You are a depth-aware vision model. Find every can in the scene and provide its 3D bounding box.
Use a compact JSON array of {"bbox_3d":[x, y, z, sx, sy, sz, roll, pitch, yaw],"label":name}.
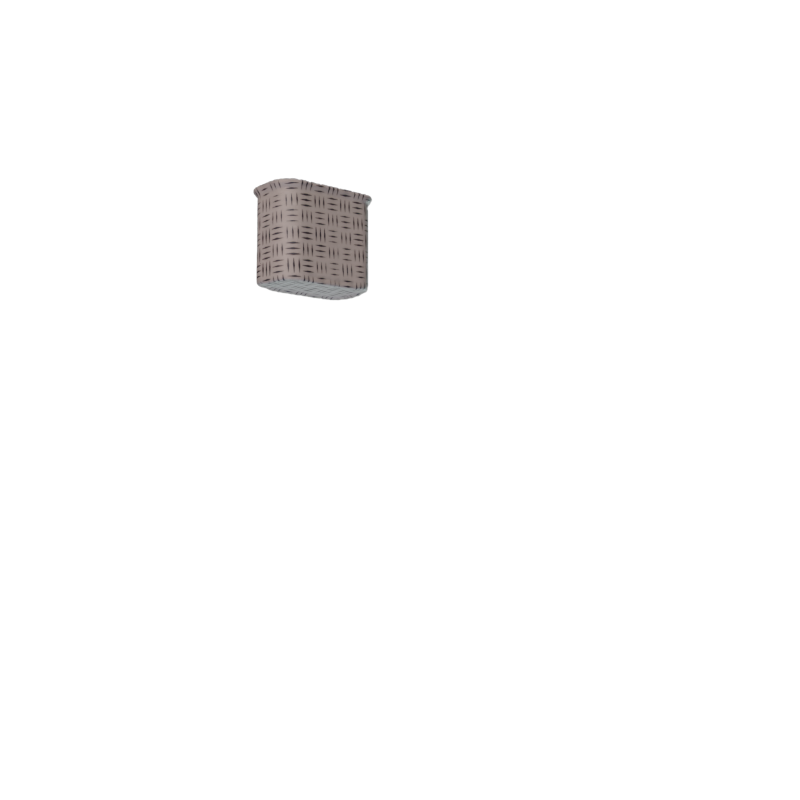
[{"bbox_3d":[-0.073,-0.133,0.930,0.097,0.086,0.059,7,-14,-39],"label":"can"}]
